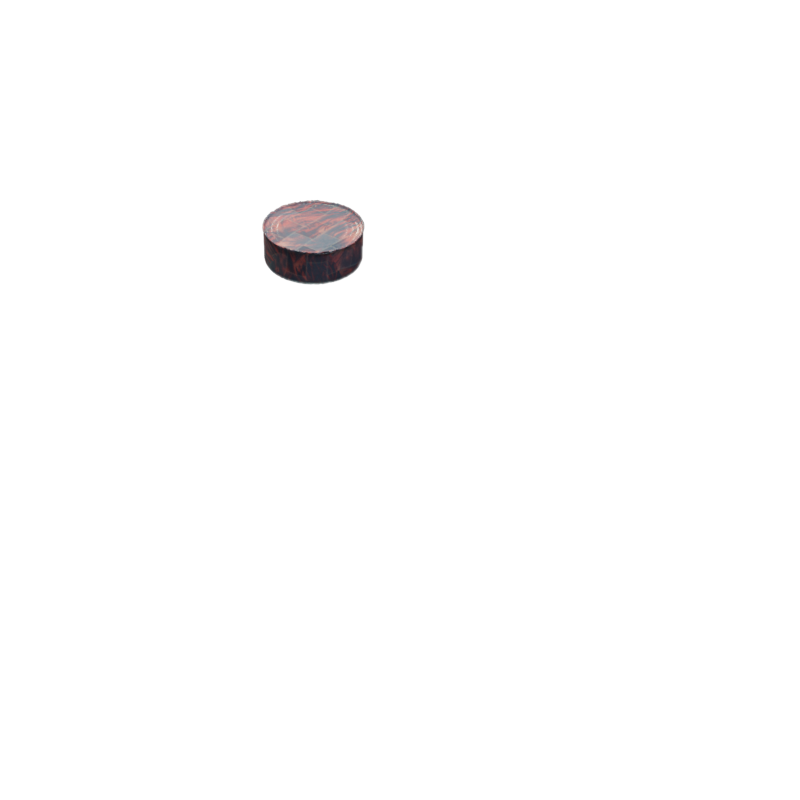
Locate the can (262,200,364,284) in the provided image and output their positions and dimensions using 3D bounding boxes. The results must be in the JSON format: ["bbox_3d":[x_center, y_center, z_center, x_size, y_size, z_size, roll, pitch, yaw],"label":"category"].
[{"bbox_3d":[-0.074,-0.134,0.939,0.086,0.031,0.092,-1,37,-2],"label":"can"}]
